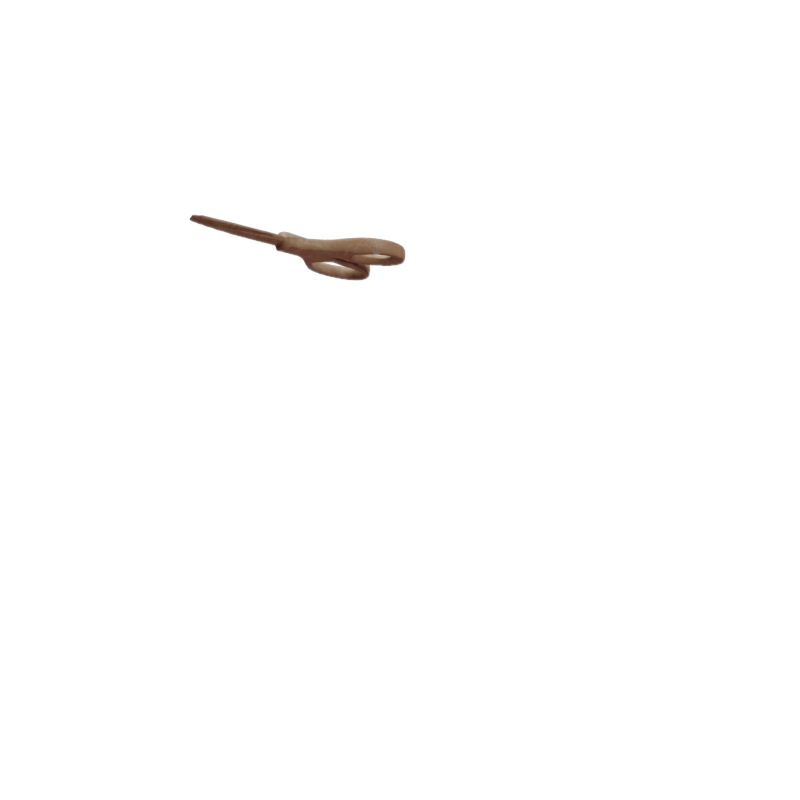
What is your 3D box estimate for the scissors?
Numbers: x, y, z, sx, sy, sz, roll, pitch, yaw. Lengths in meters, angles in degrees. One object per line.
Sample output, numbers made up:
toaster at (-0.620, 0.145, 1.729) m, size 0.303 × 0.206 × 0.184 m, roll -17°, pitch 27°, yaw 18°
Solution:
scissors at (-0.070, -0.128, 0.894) m, size 0.098 × 0.016 × 0.190 m, roll -6°, pitch -11°, yaw 30°
